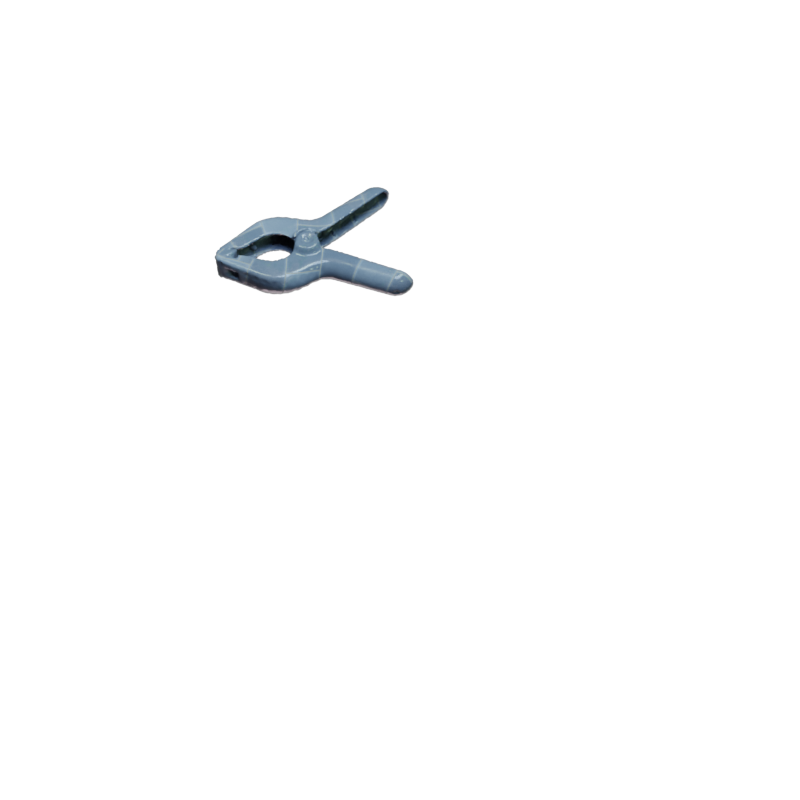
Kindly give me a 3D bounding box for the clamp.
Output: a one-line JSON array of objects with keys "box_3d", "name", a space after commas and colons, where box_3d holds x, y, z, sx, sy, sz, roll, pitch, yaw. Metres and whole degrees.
[{"box_3d": [-0.077, -0.141, 0.987, 0.171, 0.129, 0.036, -1, -43, -1], "name": "clamp"}]
